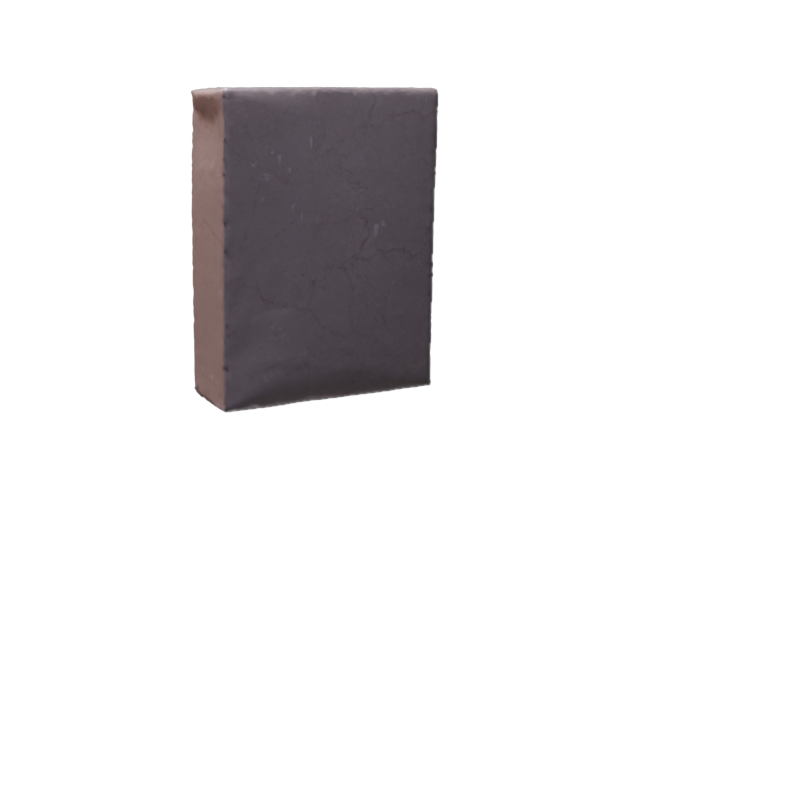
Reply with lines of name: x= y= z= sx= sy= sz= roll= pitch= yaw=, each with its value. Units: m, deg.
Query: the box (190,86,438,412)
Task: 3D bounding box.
box: x=-0.061 y=-0.110 z=0.774 sx=0.160 sy=0.210 sz=0.075 roll=-5 pitch=10 yaw=-29
